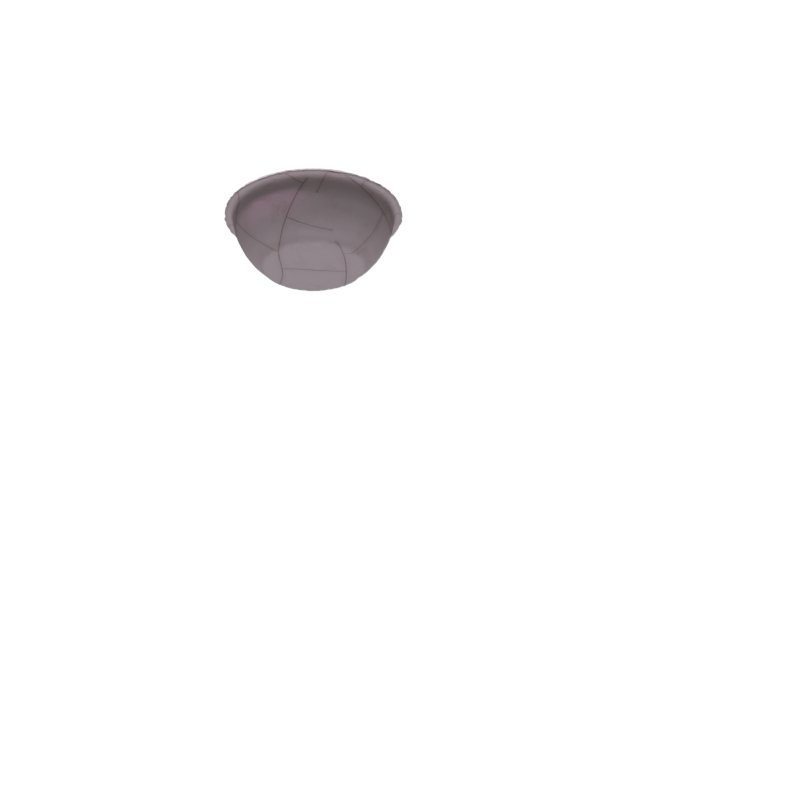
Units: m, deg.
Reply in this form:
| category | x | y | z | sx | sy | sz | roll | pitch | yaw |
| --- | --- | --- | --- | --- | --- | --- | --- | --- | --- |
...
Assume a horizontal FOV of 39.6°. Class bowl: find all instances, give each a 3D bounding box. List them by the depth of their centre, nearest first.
| category | x | y | z | sx | sy | sz | roll | pitch | yaw |
| --- | --- | --- | --- | --- | --- | --- | --- | --- | --- |
| bowl | -0.078 | -0.142 | 0.997 | 0.162 | 0.058 | 0.153 | 1 | -23 | -2 |
